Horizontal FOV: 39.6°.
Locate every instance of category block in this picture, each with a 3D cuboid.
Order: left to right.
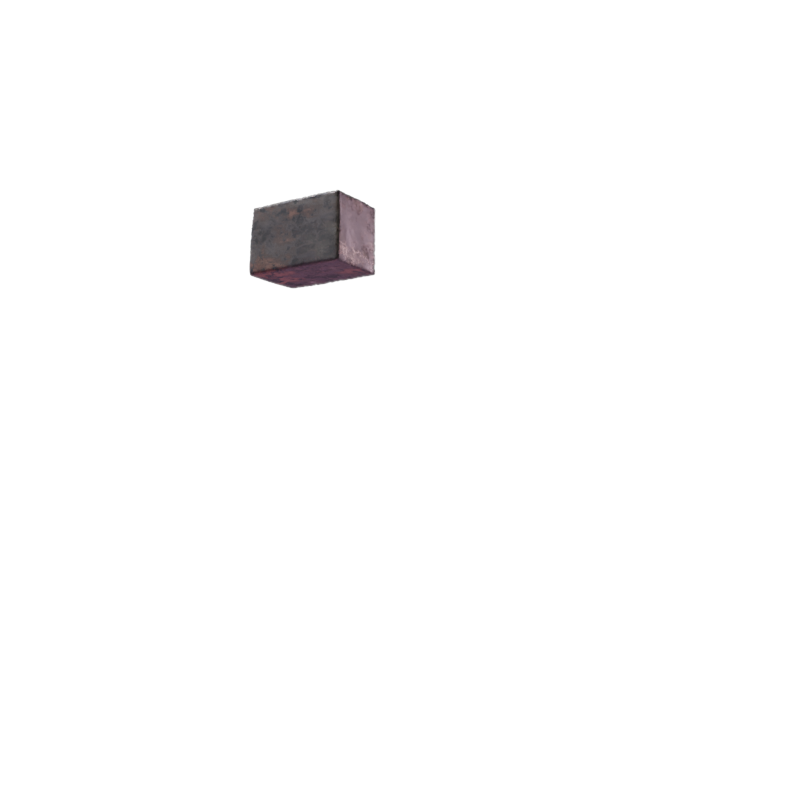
[{"bbox_3d":[-0.063,-0.115,0.806,0.080,0.053,0.050,-7,-14,31],"label":"block"}]
